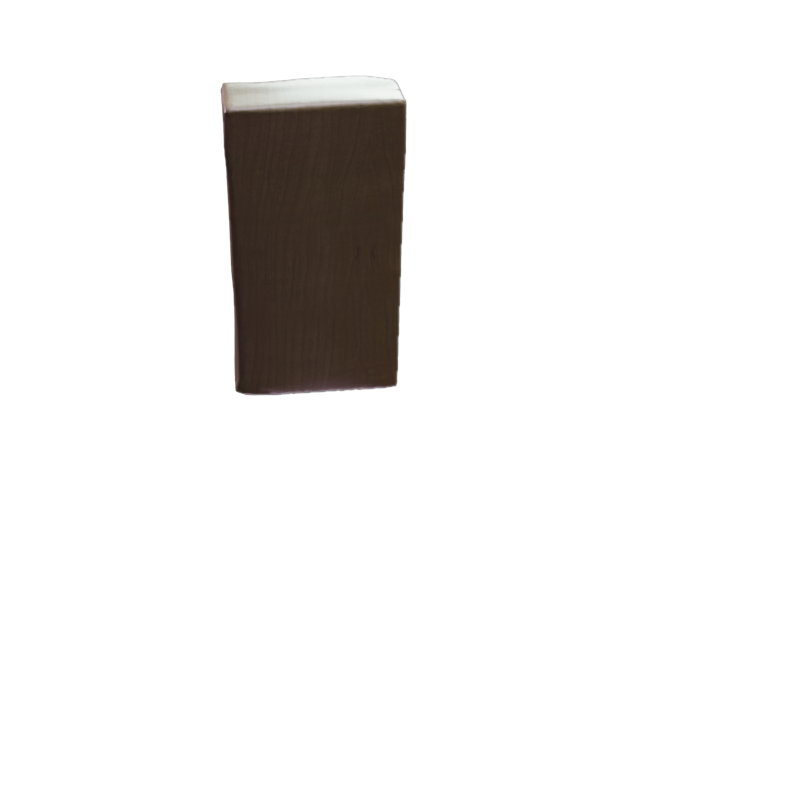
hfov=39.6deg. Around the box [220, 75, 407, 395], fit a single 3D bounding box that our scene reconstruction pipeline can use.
[{"bbox_3d":[-0.047,-0.086,0.599,0.093,0.166,0.051,-2,30,-7],"label":"box"}]
